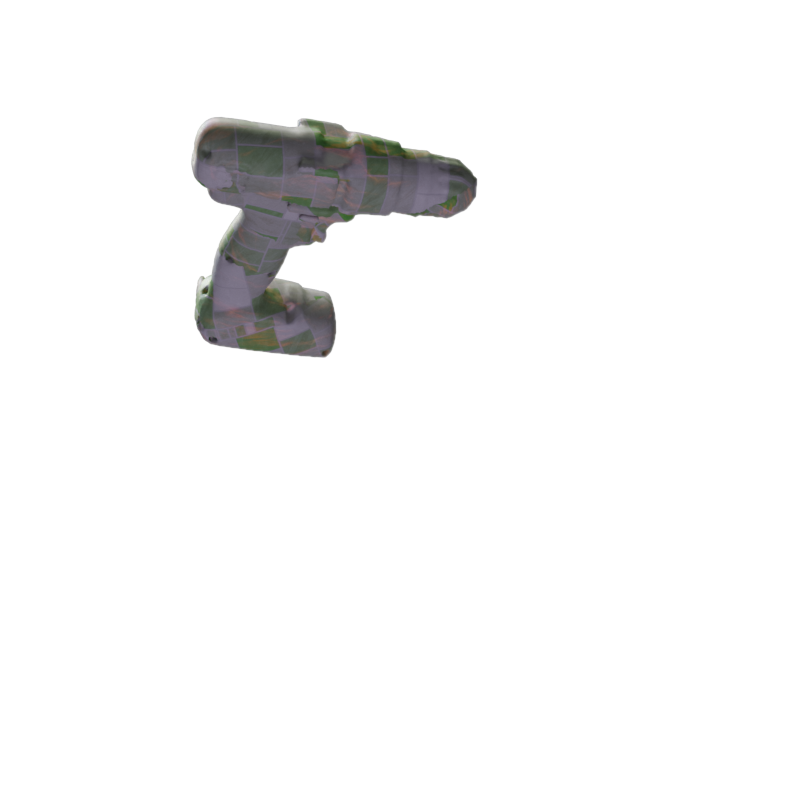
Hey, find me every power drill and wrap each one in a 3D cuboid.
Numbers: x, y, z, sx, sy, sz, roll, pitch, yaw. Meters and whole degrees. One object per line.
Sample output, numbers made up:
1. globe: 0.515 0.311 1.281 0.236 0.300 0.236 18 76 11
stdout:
1. power drill: -0.059 -0.108 0.754 0.181 0.062 0.178 10 -42 -11
